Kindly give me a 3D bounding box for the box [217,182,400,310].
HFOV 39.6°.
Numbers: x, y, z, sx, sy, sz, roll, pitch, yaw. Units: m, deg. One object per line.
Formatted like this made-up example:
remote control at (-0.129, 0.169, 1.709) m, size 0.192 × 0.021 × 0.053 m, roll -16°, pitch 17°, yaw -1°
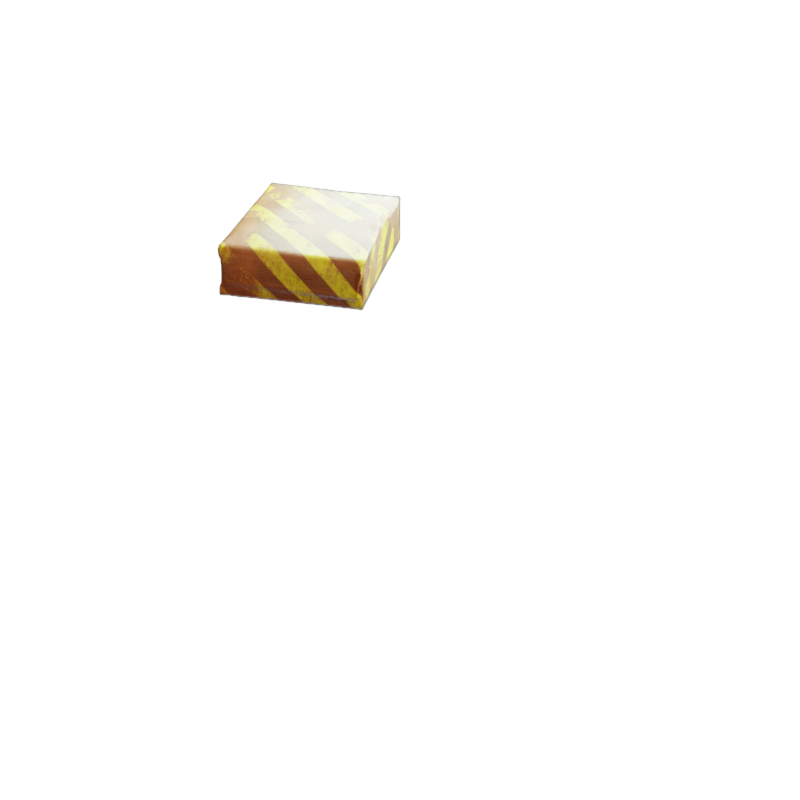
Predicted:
box at (-0.044, -0.080, 0.564) m, size 0.075 × 0.028 × 0.093 m, roll 7°, pitch 31°, yaw 12°
